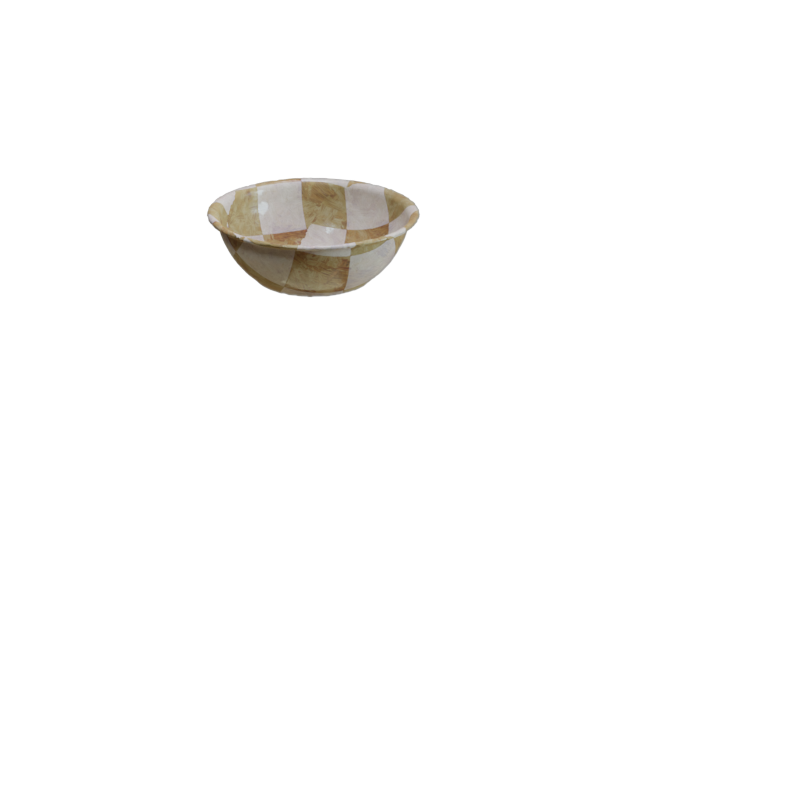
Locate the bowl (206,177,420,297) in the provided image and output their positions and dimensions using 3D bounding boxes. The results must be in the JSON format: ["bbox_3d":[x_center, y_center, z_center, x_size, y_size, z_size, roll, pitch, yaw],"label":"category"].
[{"bbox_3d":[-0.067,-0.122,0.853,0.162,0.052,0.171,-1,27,-2],"label":"bowl"}]
